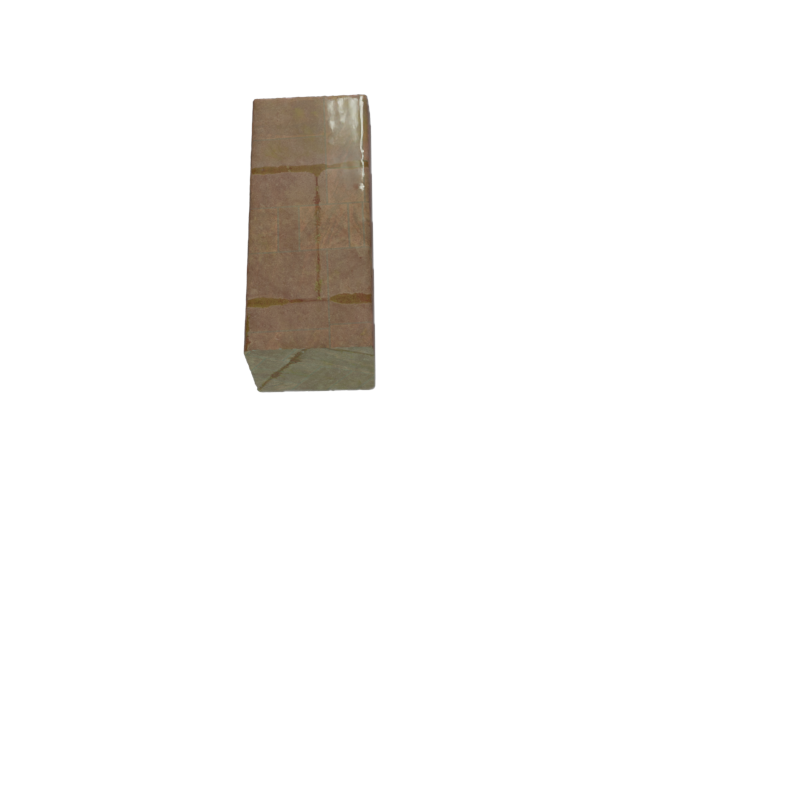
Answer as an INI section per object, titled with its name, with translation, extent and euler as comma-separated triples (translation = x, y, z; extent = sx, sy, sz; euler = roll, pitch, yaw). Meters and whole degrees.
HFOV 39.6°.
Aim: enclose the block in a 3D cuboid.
[block]
translation = -0.065, -0.119, 0.835
extent = 0.091, 0.218, 0.085
euler = -2, -25, 1
